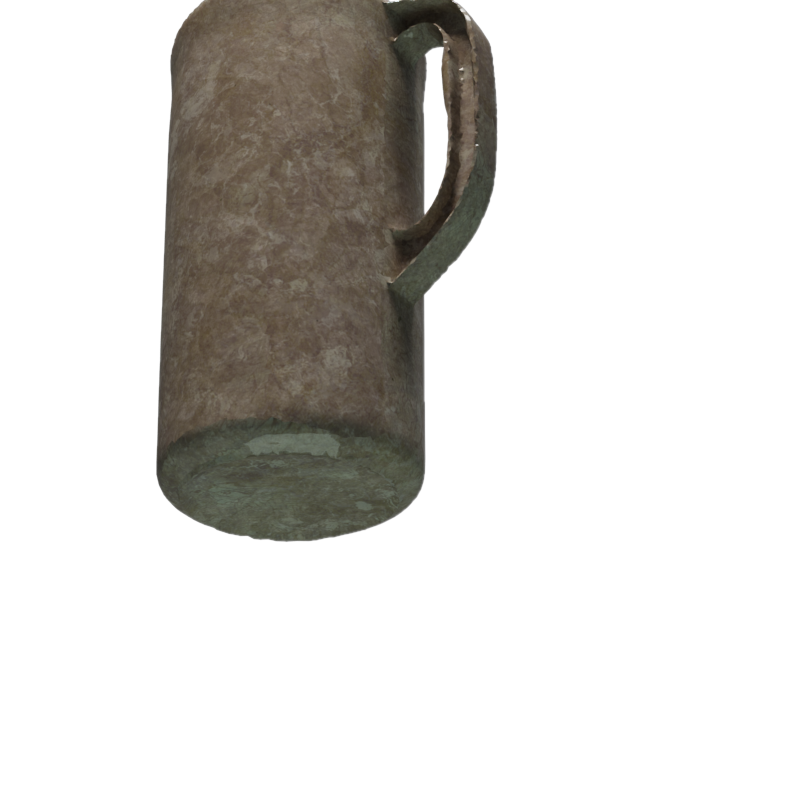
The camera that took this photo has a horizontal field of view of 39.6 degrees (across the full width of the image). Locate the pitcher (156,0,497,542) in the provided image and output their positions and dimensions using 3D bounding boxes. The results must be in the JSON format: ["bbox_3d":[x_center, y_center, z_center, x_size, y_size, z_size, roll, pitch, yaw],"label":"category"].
[{"bbox_3d":[-0.039,-0.072,0.503,0.143,0.260,0.142,5,-33,-11],"label":"pitcher"}]
